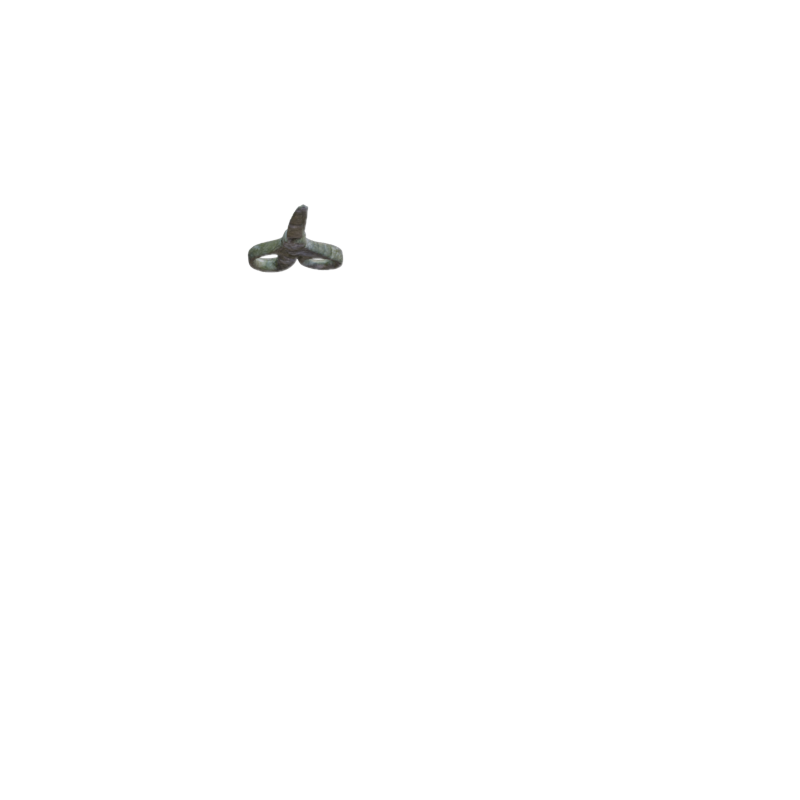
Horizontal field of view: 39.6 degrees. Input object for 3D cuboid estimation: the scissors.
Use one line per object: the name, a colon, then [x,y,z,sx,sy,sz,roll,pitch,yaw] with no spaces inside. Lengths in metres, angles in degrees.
scissors: [-0.075,-0.137,0.963,0.093,0.016,0.203,3,-7,-23]
